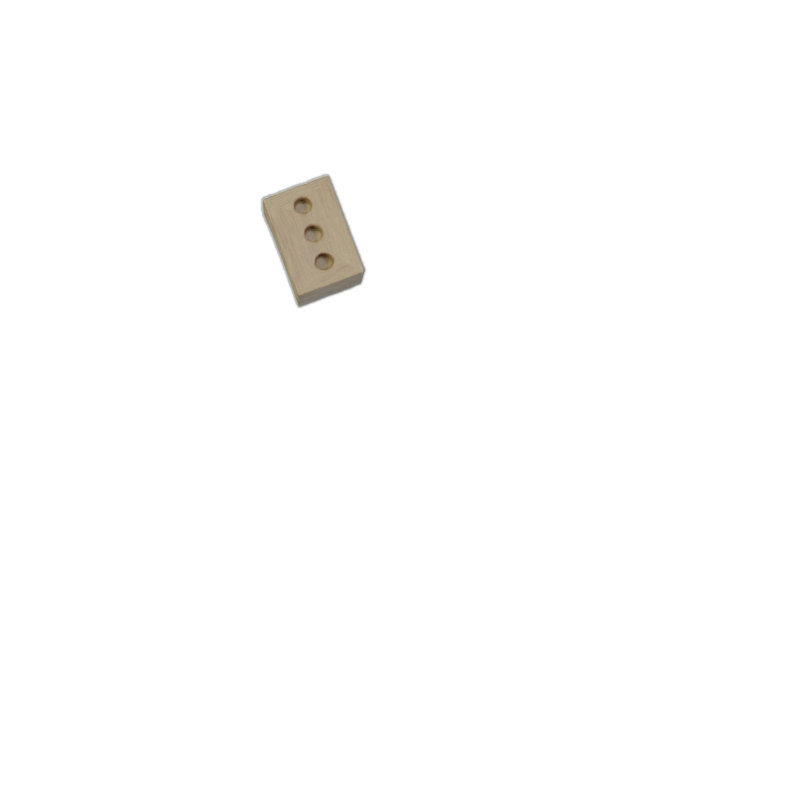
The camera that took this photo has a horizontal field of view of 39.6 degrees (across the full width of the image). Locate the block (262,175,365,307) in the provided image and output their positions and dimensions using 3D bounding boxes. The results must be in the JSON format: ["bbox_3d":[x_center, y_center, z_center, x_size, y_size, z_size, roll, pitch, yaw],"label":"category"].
[{"bbox_3d":[-0.063,-0.115,0.806,0.053,0.081,0.050,-21,-11,-6],"label":"block"}]
